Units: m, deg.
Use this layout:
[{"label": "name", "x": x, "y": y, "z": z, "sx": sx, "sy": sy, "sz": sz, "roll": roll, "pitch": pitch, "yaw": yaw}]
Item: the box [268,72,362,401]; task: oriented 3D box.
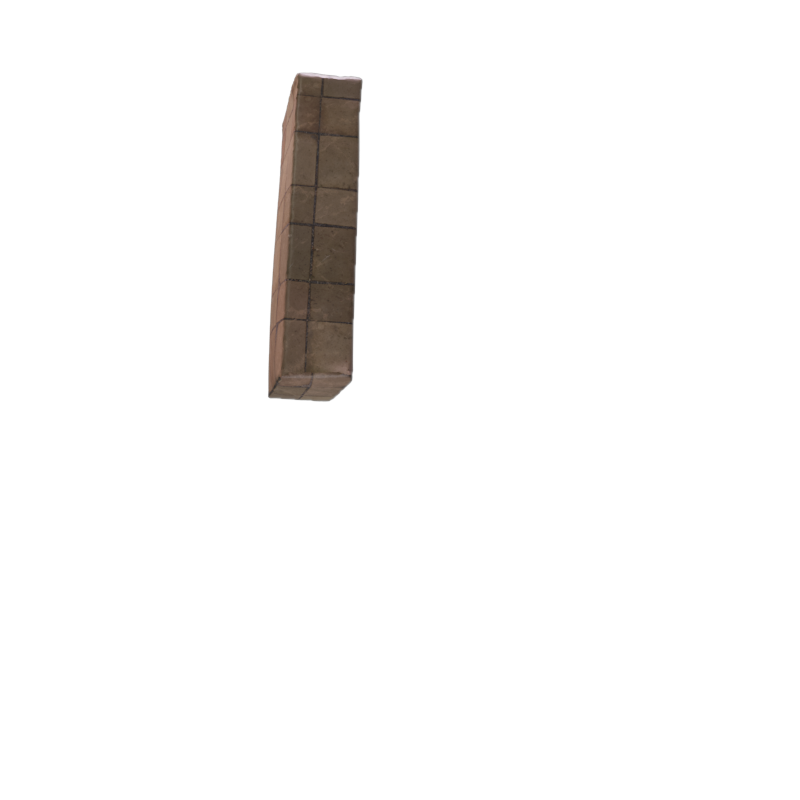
[{"label": "box", "x": -0.051, "y": -0.093, "z": 0.652, "sx": 0.047, "sy": 0.183, "sz": 0.091, "roll": 2, "pitch": -14, "yaw": -10}]
